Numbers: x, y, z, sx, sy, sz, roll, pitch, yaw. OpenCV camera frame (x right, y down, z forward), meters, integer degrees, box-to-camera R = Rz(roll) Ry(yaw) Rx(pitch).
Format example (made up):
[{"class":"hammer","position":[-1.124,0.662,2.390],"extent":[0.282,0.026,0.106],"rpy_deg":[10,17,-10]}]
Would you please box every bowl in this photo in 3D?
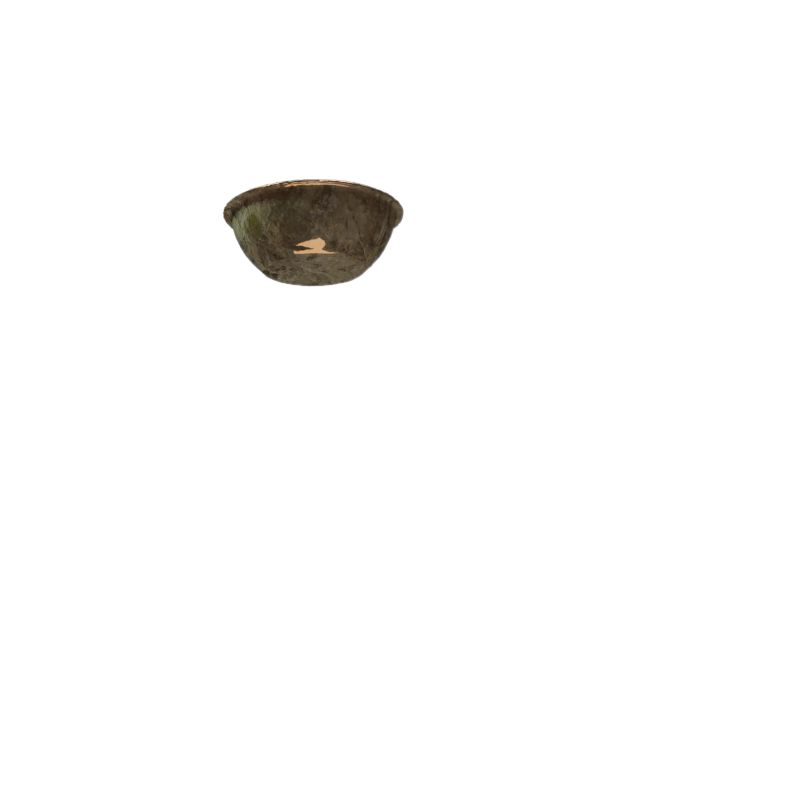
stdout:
[{"class":"bowl","position":[-0.077,-0.140,0.984],"extent":[0.162,0.057,0.156],"rpy_deg":[0,-14,-2]}]
